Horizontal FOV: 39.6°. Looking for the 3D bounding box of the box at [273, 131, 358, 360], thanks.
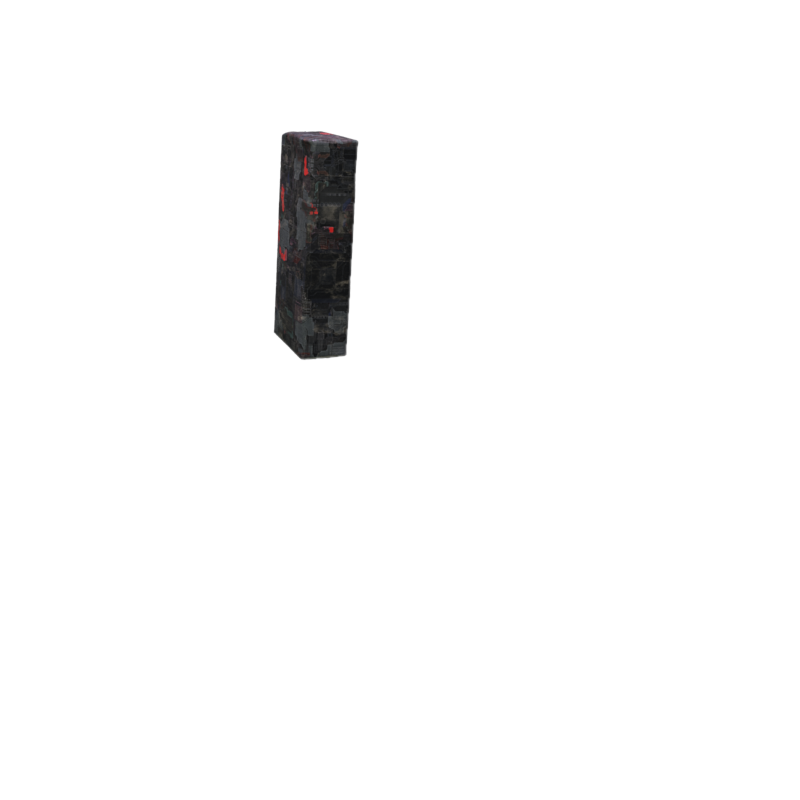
[{"bbox_3d":[-0.072,-0.130,0.909,0.047,0.172,0.098,-3,12,-20],"label":"box"}]
